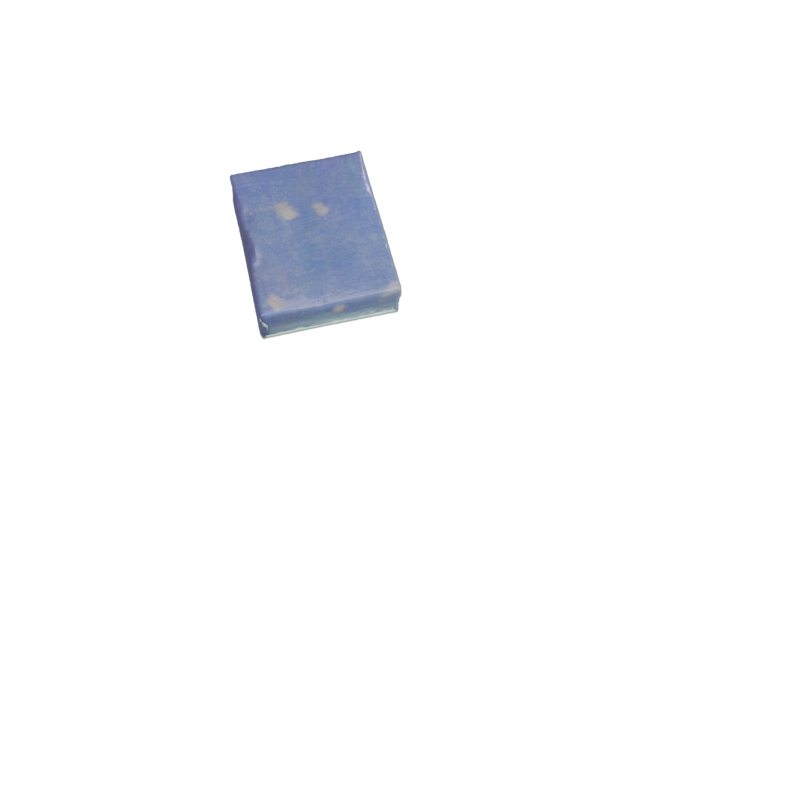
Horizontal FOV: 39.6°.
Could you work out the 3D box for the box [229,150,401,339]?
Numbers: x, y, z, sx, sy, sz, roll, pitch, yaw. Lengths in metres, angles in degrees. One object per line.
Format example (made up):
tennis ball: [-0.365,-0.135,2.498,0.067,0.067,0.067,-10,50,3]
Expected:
box: [-0.045,-0.083,0.579,0.073,0.095,0.028,-11,-26,-6]
